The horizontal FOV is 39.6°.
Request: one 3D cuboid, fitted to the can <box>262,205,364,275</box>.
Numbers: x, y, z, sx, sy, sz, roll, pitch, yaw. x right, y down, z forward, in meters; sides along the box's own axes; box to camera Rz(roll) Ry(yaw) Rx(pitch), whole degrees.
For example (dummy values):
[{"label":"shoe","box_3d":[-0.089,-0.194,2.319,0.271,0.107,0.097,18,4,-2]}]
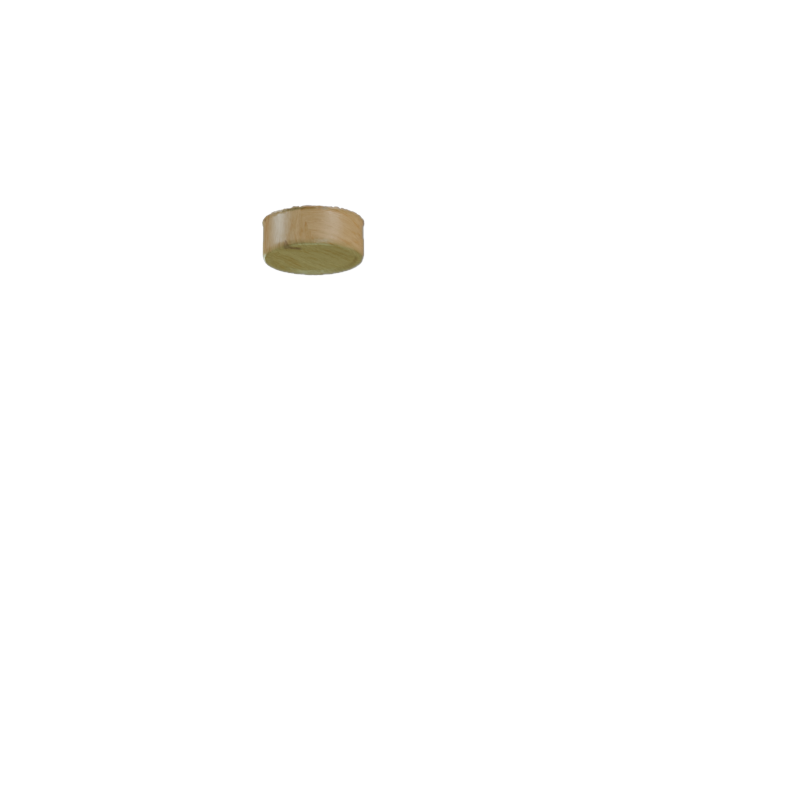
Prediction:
[{"label":"can","box_3d":[-0.072,-0.132,0.924,0.086,0.035,0.083,0,-13,-2]}]
